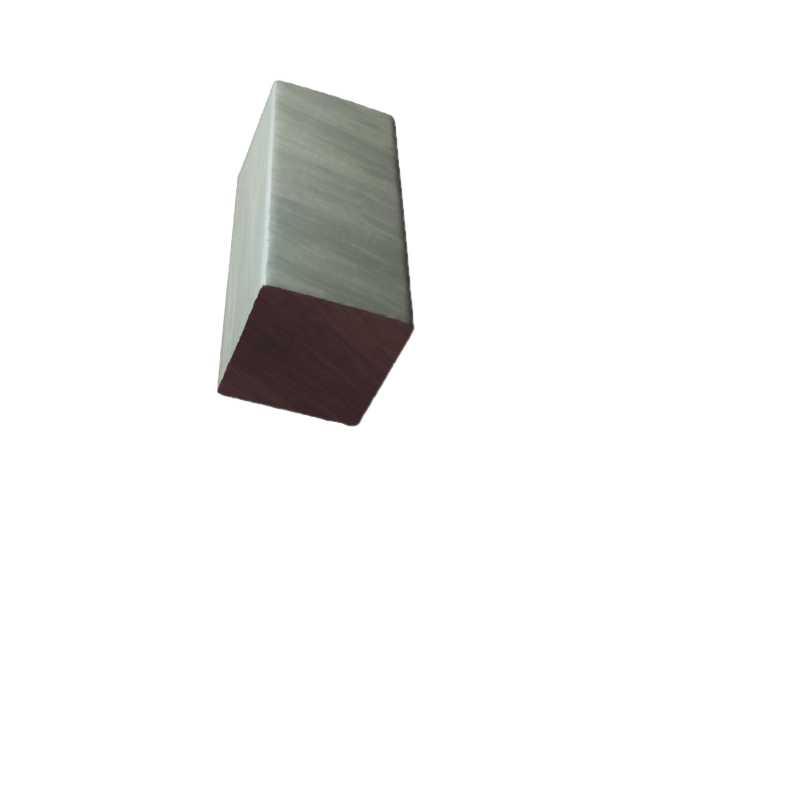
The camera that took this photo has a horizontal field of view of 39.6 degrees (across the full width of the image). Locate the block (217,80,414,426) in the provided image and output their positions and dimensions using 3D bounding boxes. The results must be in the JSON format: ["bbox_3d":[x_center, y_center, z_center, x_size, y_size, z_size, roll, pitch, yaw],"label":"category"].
[{"bbox_3d":[-0.054,-0.099,0.693,0.088,0.221,0.087,14,-49,-17],"label":"block"}]
